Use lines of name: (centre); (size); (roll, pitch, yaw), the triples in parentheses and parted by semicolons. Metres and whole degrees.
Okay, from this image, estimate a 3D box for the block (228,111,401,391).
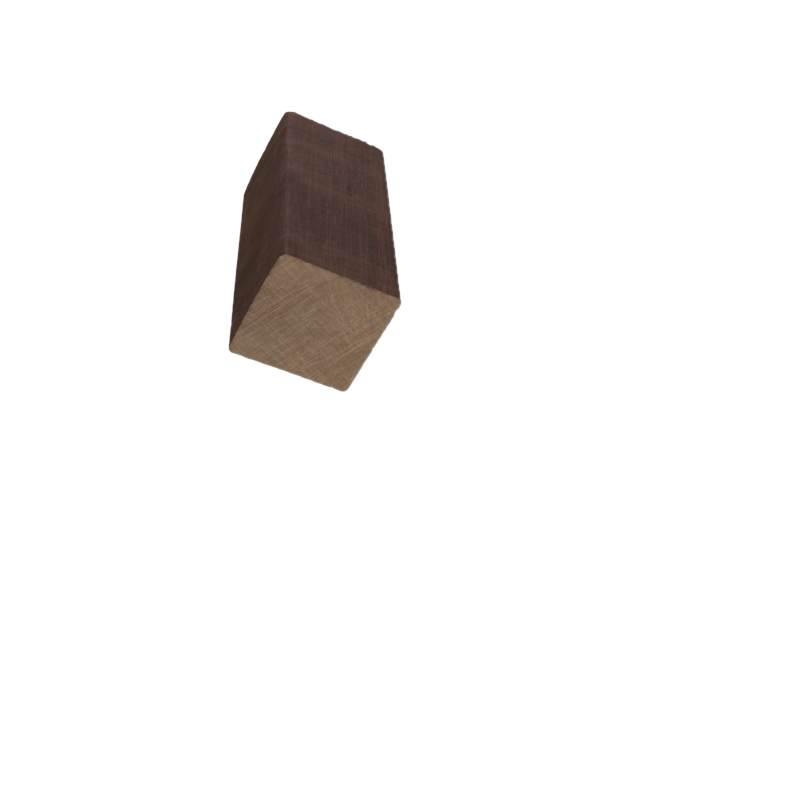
block: (-0.064, -0.118, 0.819); (0.088, 0.087, 0.221); (20, 34, -18)
